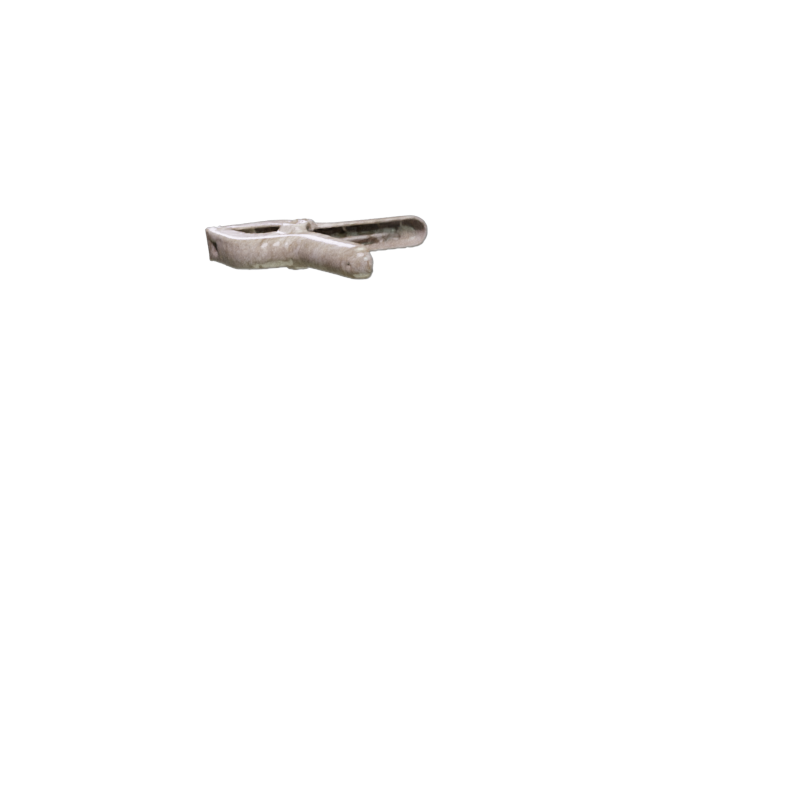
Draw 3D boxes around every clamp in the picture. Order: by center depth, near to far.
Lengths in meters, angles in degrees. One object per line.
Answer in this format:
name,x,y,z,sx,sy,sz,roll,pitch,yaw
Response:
clamp,-0.067,-0.122,0.852,0.179,0.038,0.118,10,19,32
